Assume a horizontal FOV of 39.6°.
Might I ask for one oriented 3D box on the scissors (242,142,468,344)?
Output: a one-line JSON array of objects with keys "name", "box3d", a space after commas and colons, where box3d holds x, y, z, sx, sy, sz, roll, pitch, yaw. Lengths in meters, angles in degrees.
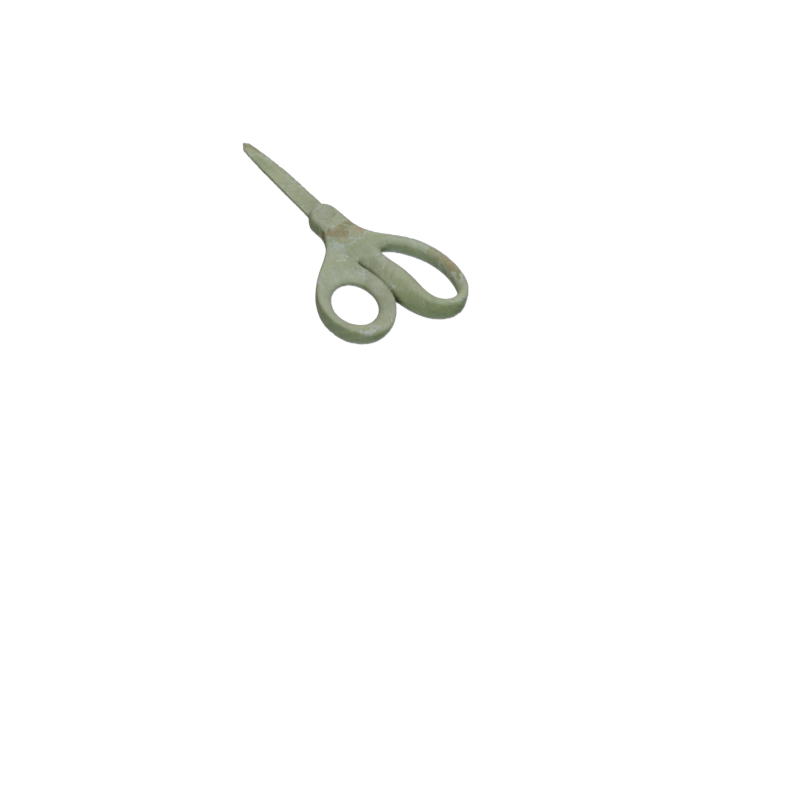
[{"name": "scissors", "box3d": [-0.053, -0.096, 0.675, 0.214, 0.015, 0.097, 31, 53, 27]}]
